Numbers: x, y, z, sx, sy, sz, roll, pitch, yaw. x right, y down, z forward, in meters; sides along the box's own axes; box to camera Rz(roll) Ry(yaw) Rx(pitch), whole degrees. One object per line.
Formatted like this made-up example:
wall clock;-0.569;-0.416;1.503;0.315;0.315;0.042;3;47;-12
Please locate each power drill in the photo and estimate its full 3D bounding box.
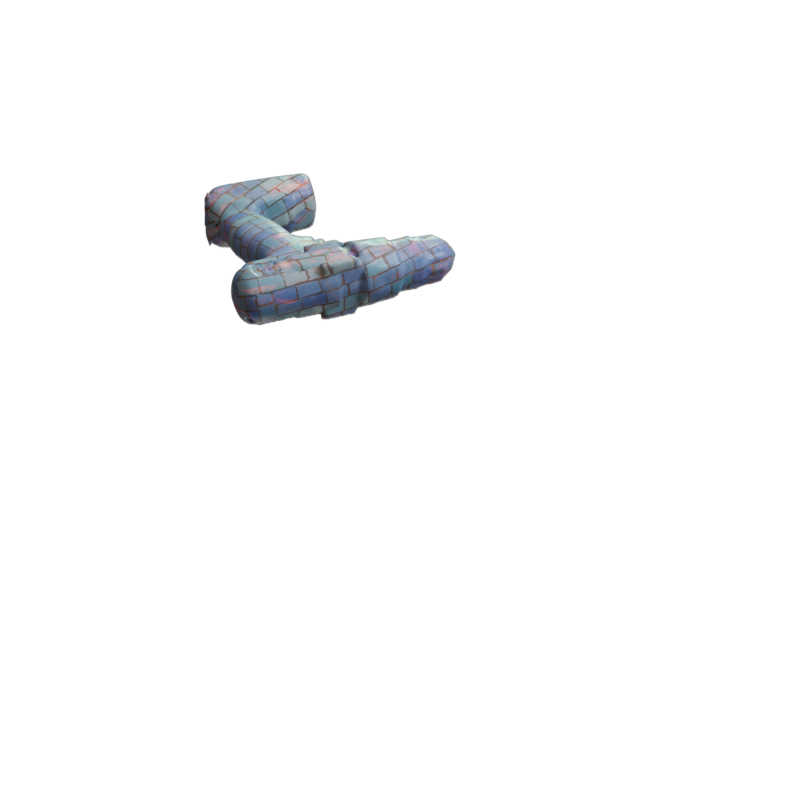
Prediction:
power drill;-0.072;-0.131;0.920;0.181;0.054;0.202;-13;32;-22
